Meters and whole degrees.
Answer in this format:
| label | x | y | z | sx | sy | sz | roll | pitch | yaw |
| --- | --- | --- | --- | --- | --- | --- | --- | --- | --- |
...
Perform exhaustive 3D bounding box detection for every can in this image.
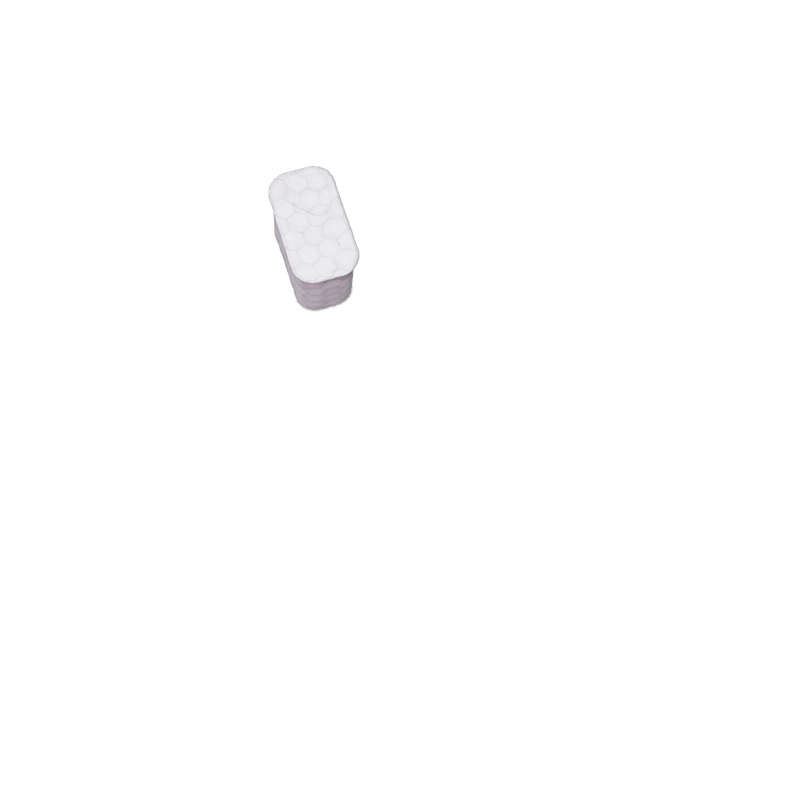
| label | x | y | z | sx | sy | sz | roll | pitch | yaw |
| --- | --- | --- | --- | --- | --- | --- | --- | --- | --- |
| can | -0.074 | -0.136 | 0.949 | 0.057 | 0.107 | 0.080 | -16 | -17 | -8 |
